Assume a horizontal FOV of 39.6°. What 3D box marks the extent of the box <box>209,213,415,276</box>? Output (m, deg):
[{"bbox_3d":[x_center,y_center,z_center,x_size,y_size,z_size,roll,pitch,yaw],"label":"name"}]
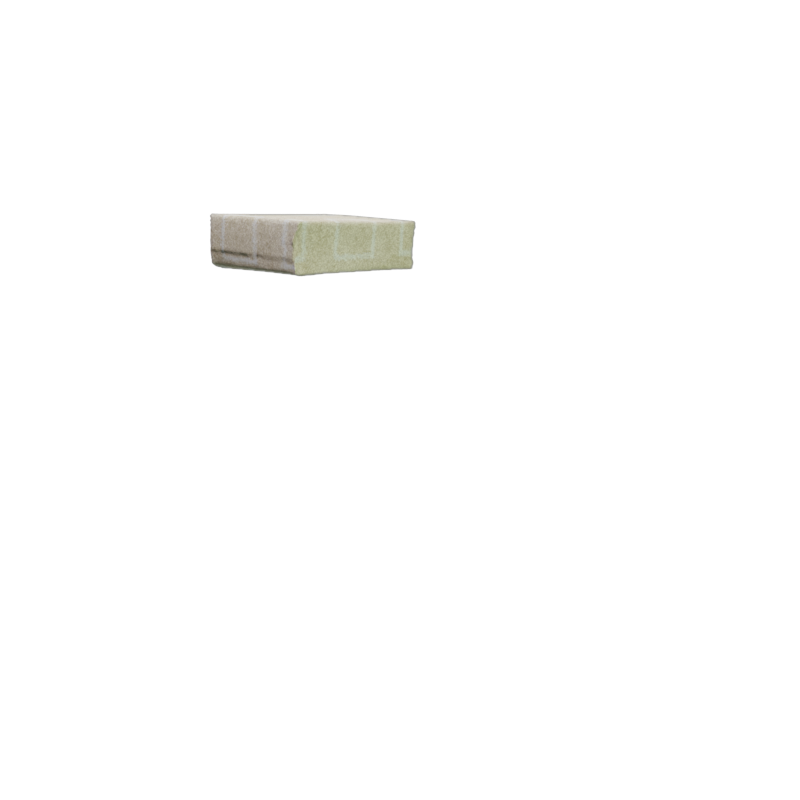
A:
[{"bbox_3d":[-0.059,-0.108,0.754,0.094,0.038,0.110,11,15,43],"label":"box"}]
